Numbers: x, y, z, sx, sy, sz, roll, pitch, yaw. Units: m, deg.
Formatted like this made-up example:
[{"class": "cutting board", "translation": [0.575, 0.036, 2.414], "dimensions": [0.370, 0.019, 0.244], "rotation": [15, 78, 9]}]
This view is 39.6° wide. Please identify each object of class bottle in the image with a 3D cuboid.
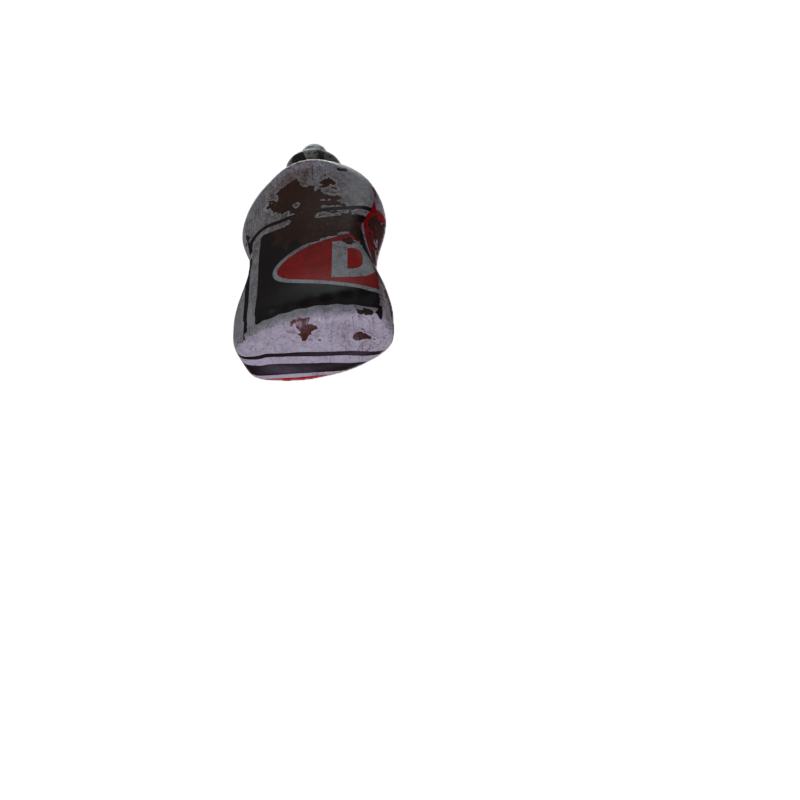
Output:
[{"class": "bottle", "translation": [-0.057, -0.104, 0.731], "dimensions": [0.097, 0.206, 0.054], "rotation": [-15, -44, 13]}]
